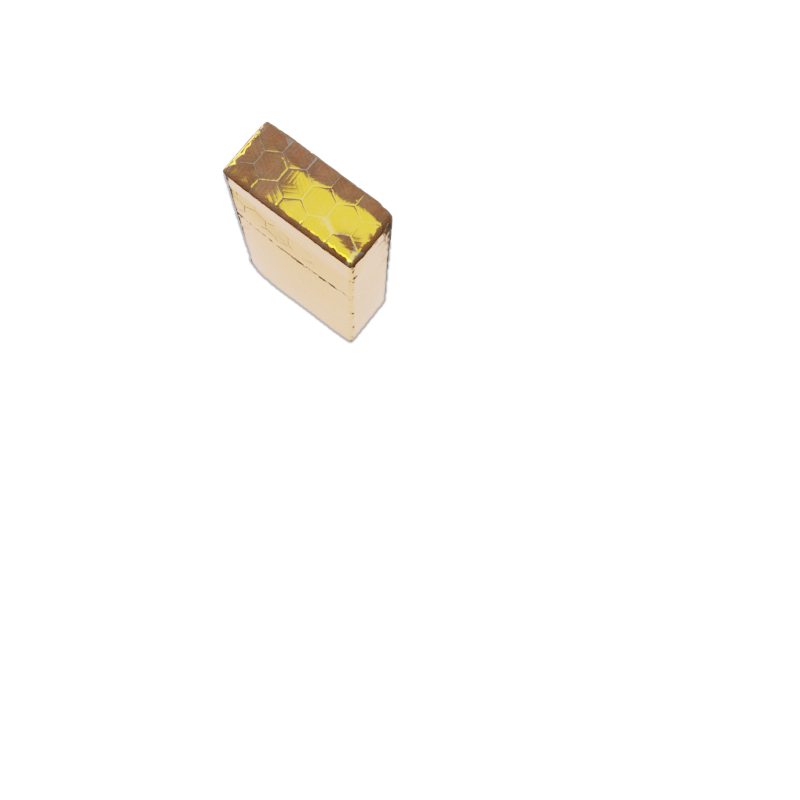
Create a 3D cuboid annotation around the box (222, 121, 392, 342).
[{"bbox_3d":[-0.053,-0.097,0.680,0.096,0.049,0.170,39,-12,6],"label":"box"}]
